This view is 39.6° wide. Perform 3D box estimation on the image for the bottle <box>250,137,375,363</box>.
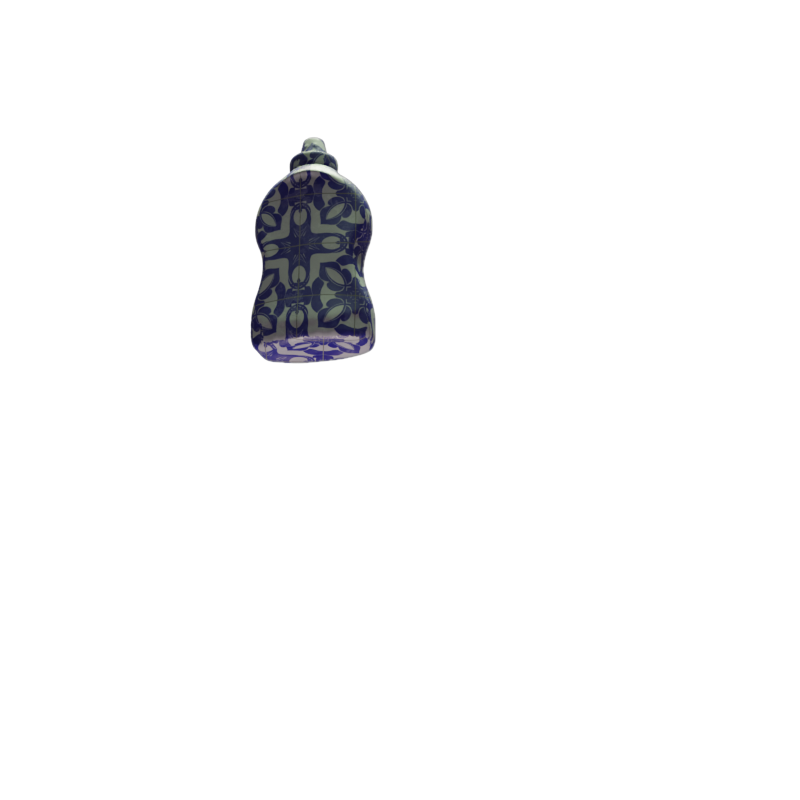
[{"bbox_3d":[-0.071,-0.129,0.903,0.097,0.203,0.054,-8,-25,13],"label":"bottle"}]
